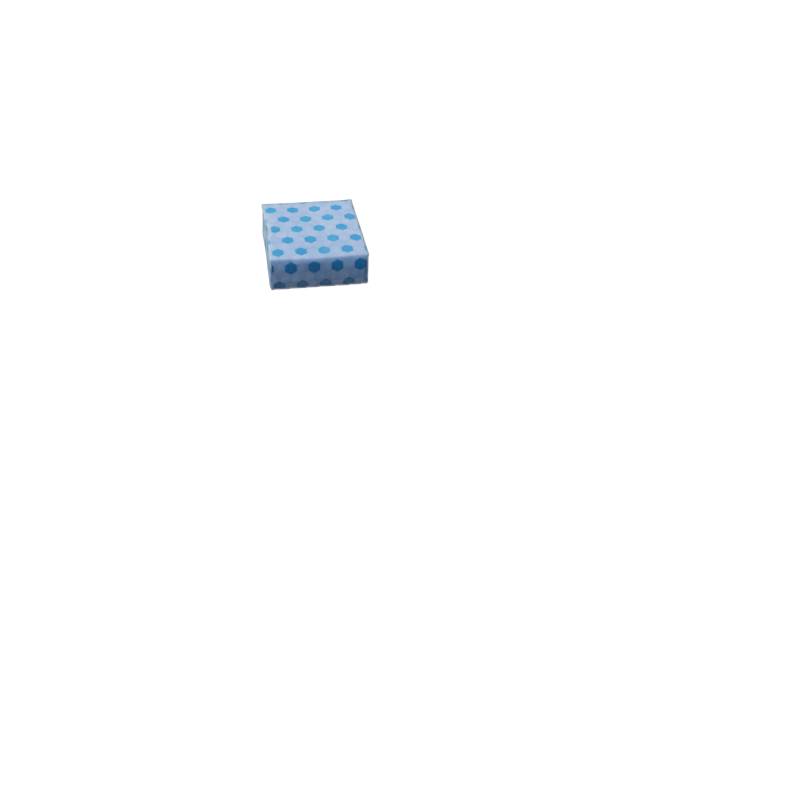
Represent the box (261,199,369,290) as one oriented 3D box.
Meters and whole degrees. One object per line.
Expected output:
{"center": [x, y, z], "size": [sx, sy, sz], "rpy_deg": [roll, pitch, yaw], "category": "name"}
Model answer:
{"center": [-0.066, -0.121, 0.844], "size": [0.072, 0.028, 0.096], "rpy_deg": [-5, 36, -7], "category": "box"}
